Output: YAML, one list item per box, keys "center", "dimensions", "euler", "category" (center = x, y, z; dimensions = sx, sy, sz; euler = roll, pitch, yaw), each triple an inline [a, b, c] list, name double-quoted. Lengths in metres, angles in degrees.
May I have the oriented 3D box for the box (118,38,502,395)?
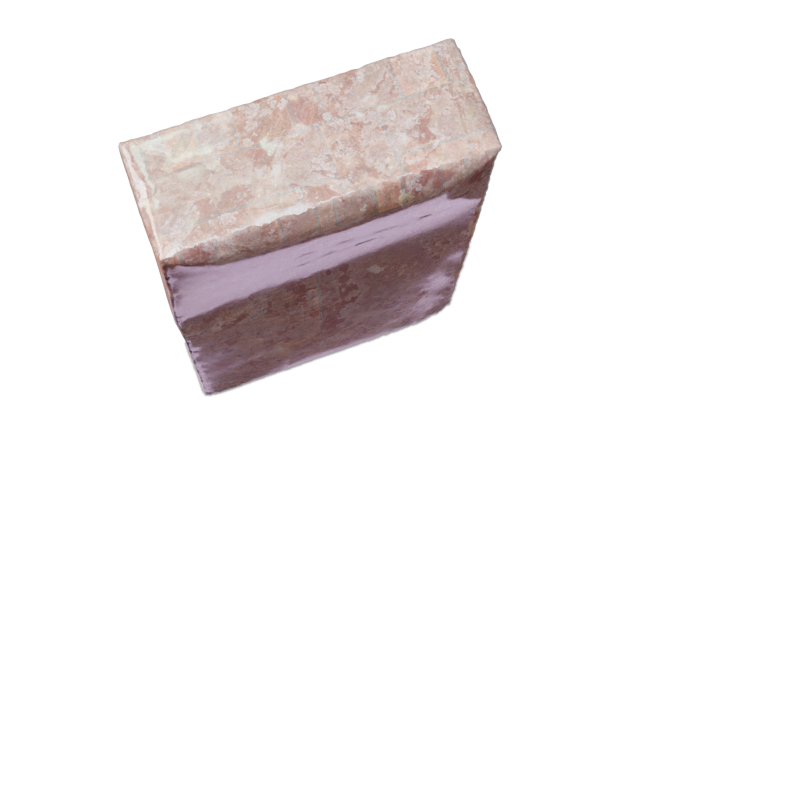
- center: [-0.046, -0.084, 0.586]
  dimensions: [0.163, 0.075, 0.205]
  euler: [-20, -14, -9]
  category: "box"
